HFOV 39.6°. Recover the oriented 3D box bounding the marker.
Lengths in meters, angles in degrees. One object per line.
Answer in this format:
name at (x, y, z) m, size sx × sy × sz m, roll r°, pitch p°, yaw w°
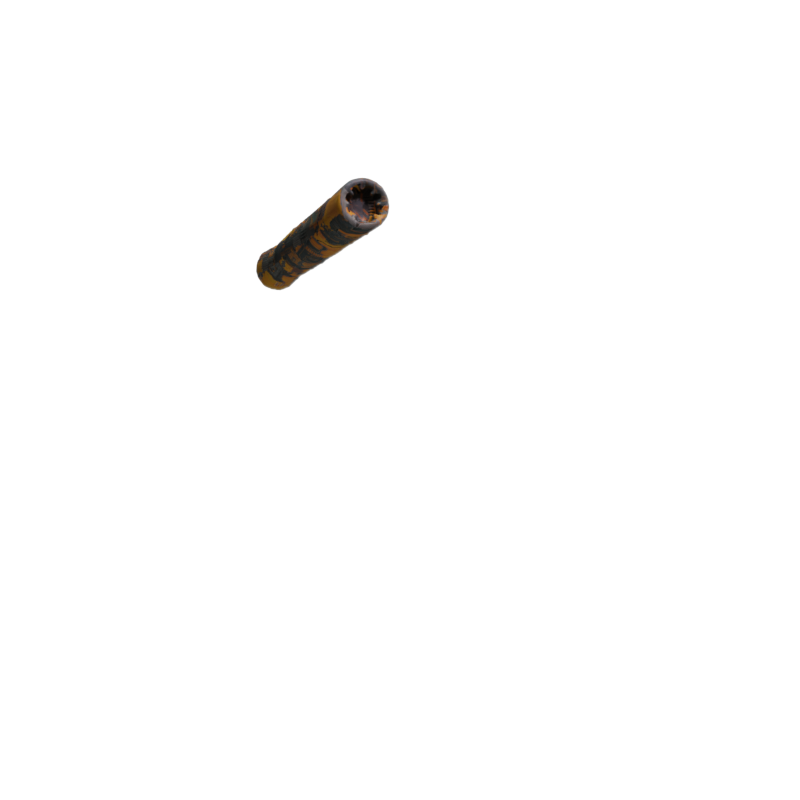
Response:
marker at (-0.034, -0.062, 0.437) m, size 0.019 × 0.020 × 0.121 m, roll -1°, pitch -5°, yaw -21°
